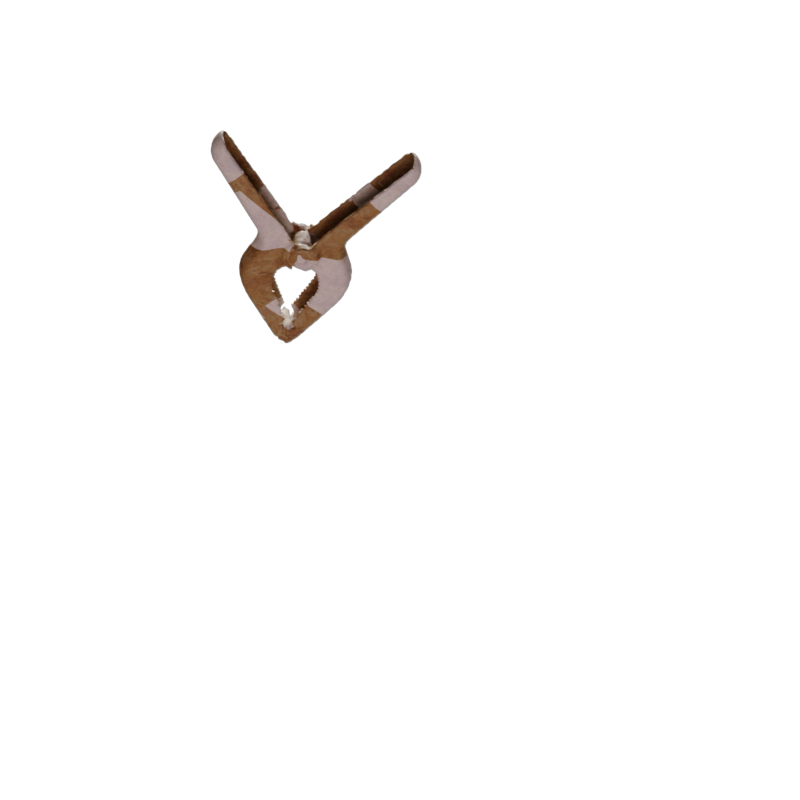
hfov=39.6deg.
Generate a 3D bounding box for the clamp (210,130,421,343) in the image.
[{"bbox_3d":[-0.072,-0.131,0.916,0.164,0.196,0.039,3,43,-3],"label":"clamp"}]
